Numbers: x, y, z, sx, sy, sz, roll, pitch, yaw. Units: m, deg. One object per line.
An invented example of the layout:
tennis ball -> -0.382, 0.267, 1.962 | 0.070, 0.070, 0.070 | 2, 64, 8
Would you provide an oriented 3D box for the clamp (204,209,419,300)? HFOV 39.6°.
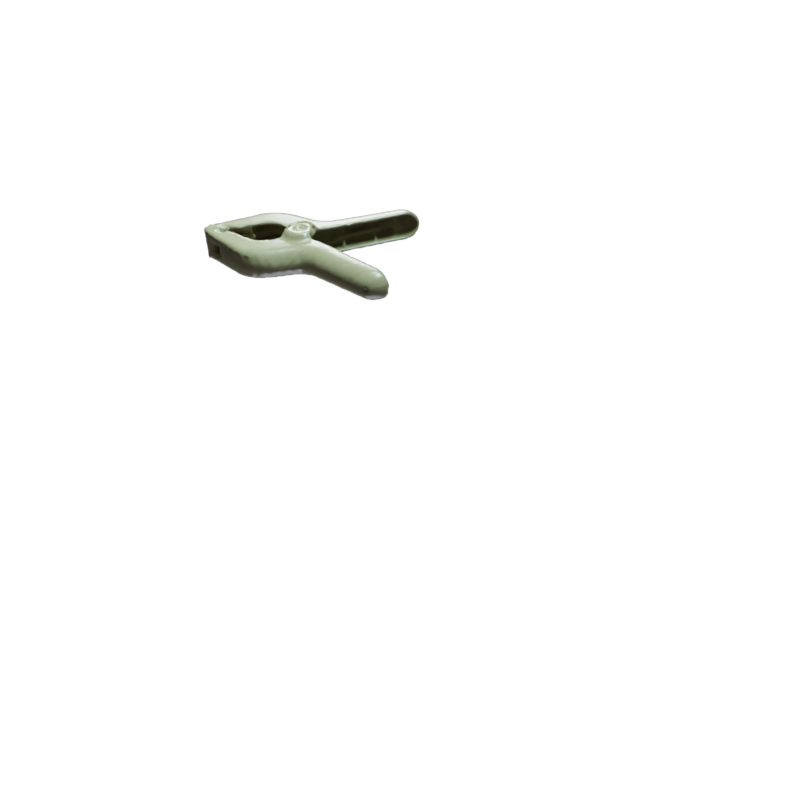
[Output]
clamp -> -0.070, -0.127, 0.889 | 0.178, 0.037, 0.122 | 13, 31, 21
